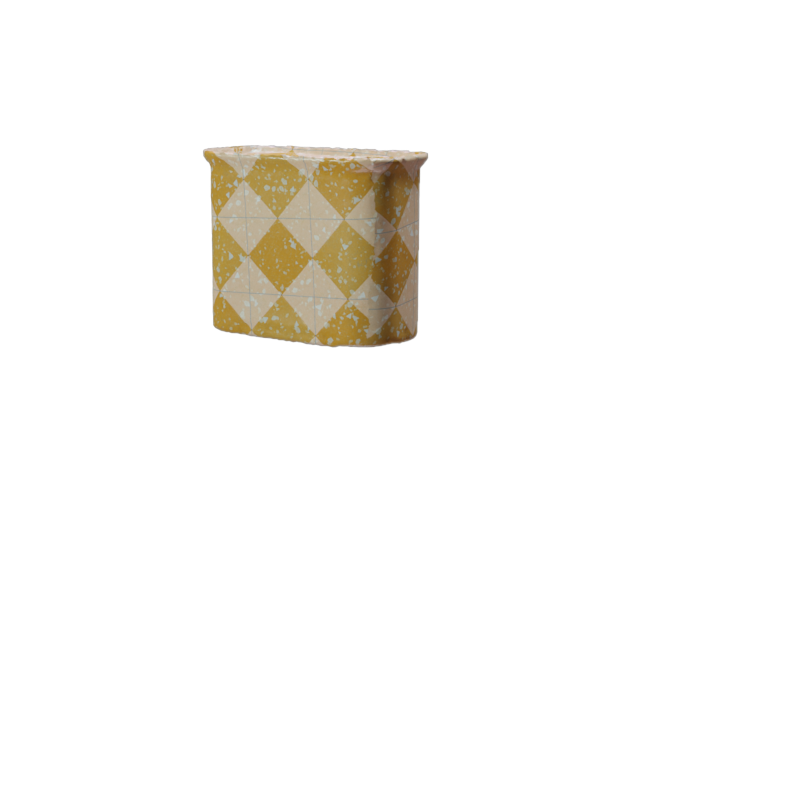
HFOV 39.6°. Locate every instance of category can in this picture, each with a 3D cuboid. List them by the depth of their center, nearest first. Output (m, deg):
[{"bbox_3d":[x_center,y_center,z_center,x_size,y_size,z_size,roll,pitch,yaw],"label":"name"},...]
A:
[{"bbox_3d":[-0.040,-0.072,0.507,0.106,0.082,0.056,8,13,30],"label":"can"}]
